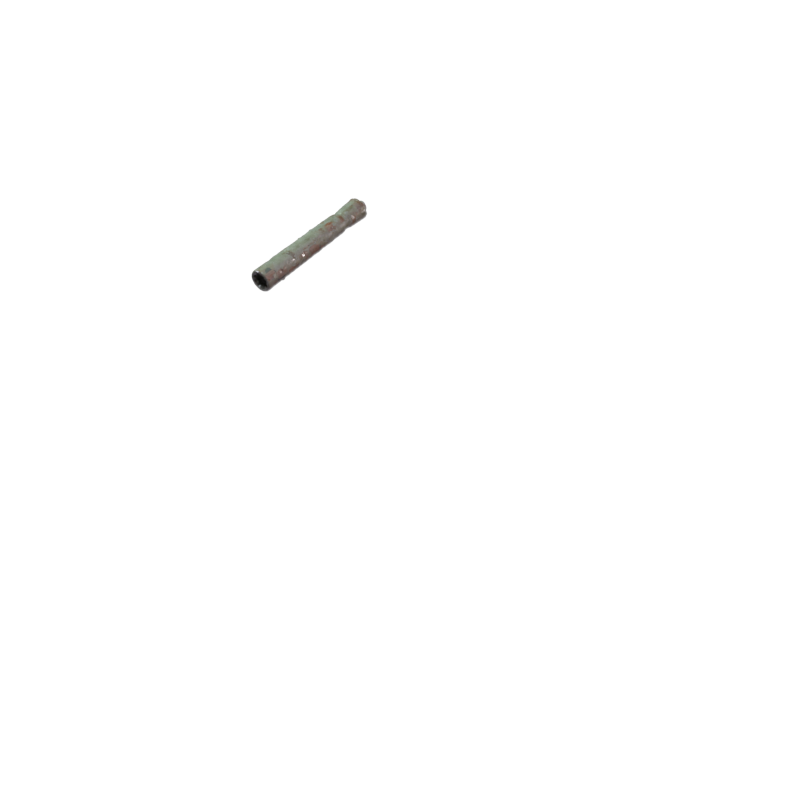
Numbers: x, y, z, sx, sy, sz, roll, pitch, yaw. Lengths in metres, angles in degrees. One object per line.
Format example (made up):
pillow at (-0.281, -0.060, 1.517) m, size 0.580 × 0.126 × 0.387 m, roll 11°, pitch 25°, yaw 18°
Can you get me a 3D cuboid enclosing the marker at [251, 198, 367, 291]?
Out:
marker at (-0.067, -0.123, 0.861) m, size 0.021 × 0.019 × 0.123 m, roll 3°, pitch 37°, yaw 46°
